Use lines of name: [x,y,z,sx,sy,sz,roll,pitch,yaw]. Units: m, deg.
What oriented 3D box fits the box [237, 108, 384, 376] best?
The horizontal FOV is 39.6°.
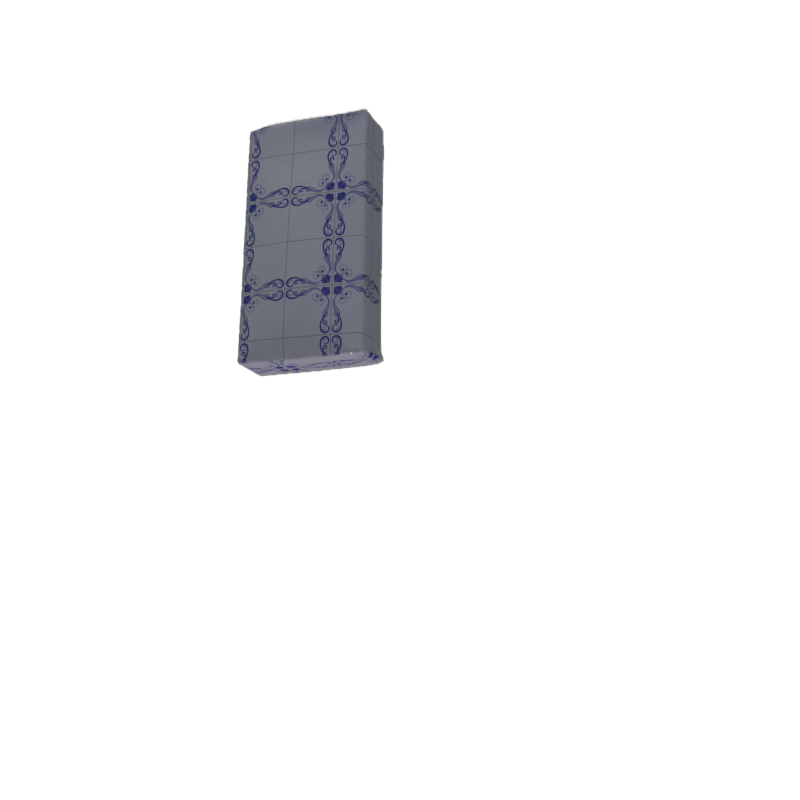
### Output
box: [-0.060,-0.109,0.766,0.095,0.184,0.045,-8,-19,20]
